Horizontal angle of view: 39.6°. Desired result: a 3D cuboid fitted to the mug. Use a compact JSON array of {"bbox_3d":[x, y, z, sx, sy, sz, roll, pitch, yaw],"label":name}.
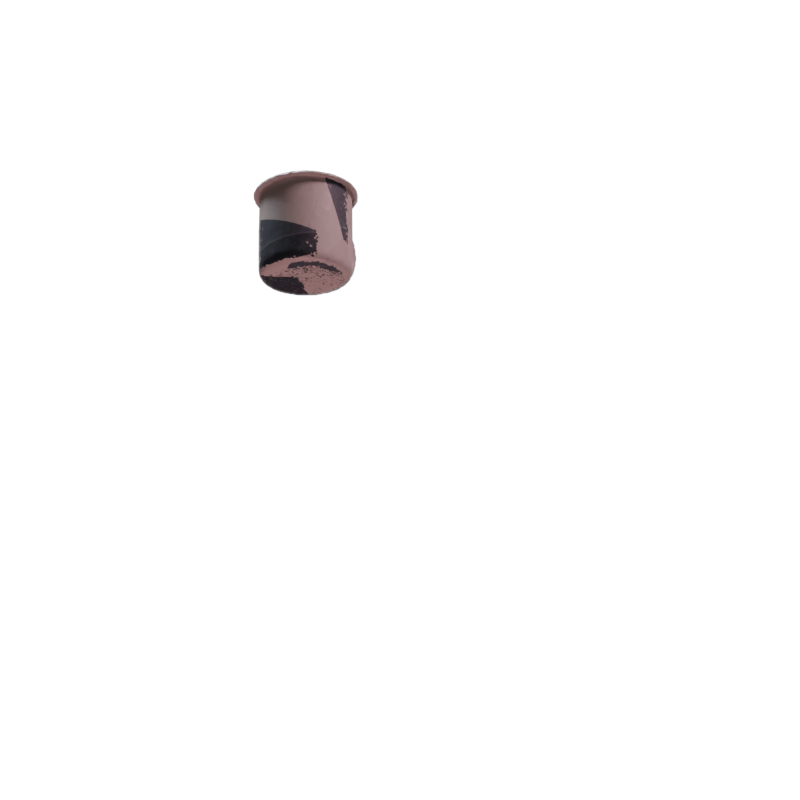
[{"bbox_3d":[-0.077,-0.140,0.981,0.095,0.086,0.109,-14,-26,29],"label":"mug"}]
